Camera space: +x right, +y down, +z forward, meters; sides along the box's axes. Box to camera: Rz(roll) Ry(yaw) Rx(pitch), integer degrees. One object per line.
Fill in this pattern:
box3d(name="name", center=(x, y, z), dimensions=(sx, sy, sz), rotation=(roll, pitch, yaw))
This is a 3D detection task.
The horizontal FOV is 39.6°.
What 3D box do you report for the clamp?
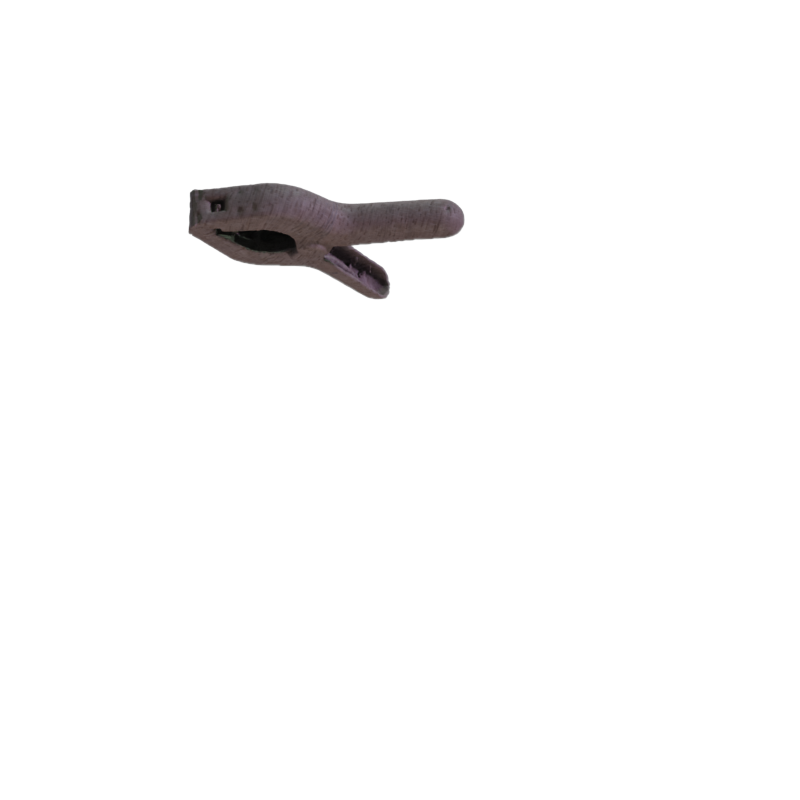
box3d(name="clamp", center=(-0.057, -0.104, 0.726), dimensions=(0.168, 0.042, 0.115), rotation=(7, -30, -13))
